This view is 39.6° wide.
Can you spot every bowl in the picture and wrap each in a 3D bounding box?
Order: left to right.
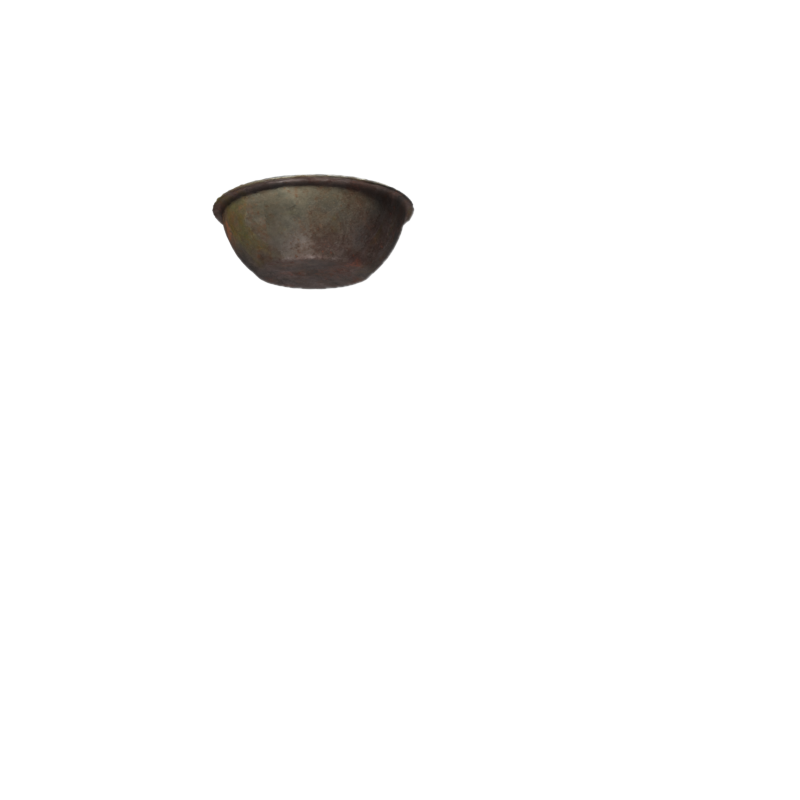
[{"bbox_3d":[-0.069,-0.126,0.881,0.162,0.057,0.157,0,-11,-2],"label":"bowl"}]
